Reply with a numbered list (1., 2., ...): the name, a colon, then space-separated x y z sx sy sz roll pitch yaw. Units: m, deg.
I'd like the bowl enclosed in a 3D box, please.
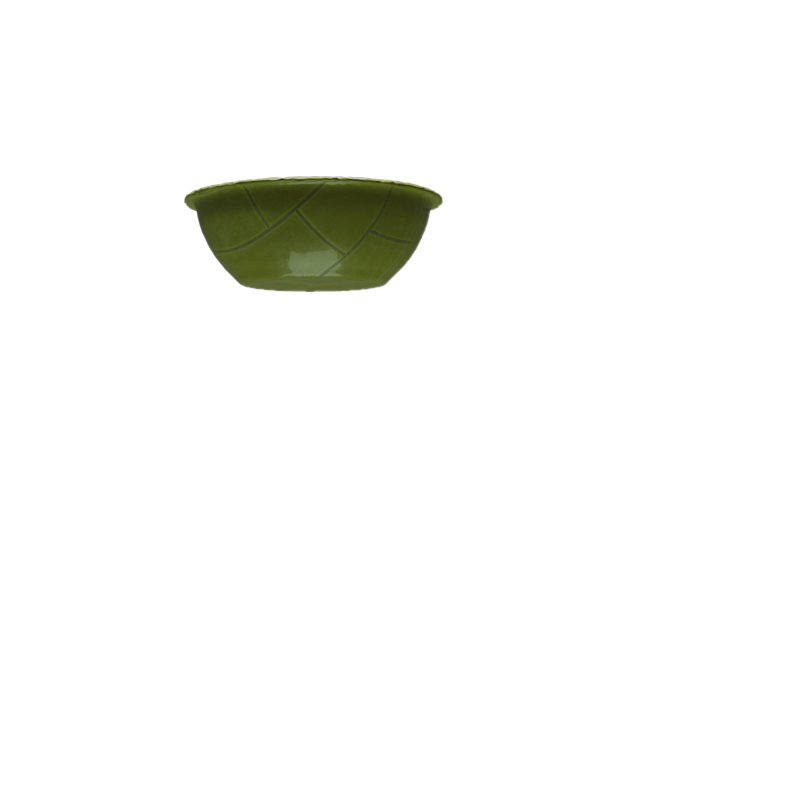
1. bowl: -0.054 -0.099 0.693 0.162 0.056 0.161 0 -1 -2
